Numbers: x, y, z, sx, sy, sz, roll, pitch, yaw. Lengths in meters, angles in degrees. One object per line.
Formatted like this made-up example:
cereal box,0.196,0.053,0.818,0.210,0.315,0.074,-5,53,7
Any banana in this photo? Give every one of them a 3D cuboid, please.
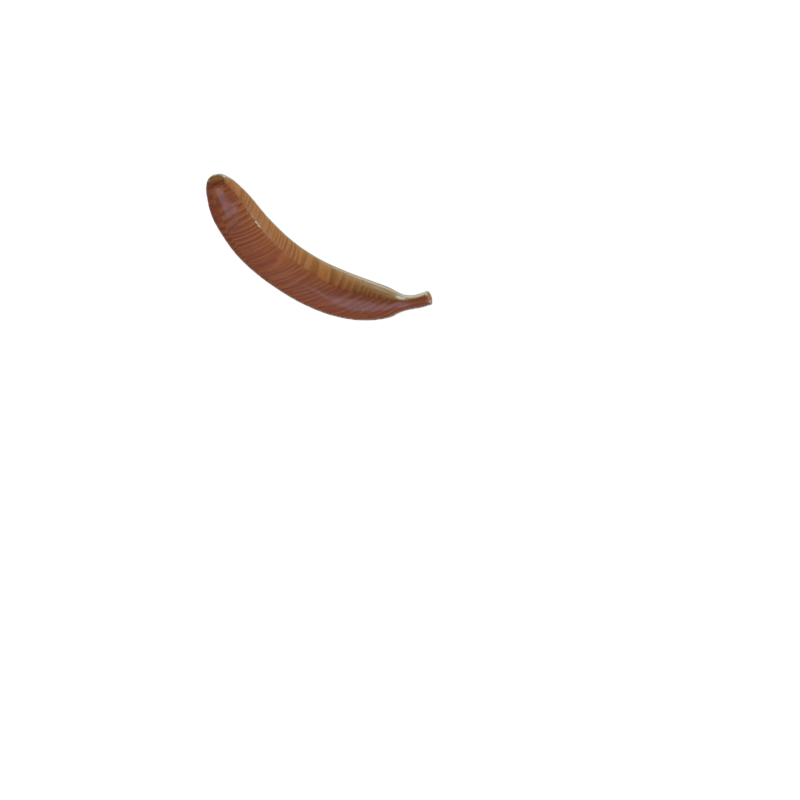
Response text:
banana,-0.073,-0.106,0.836,0.189,0.039,0.068,26,-53,-22
